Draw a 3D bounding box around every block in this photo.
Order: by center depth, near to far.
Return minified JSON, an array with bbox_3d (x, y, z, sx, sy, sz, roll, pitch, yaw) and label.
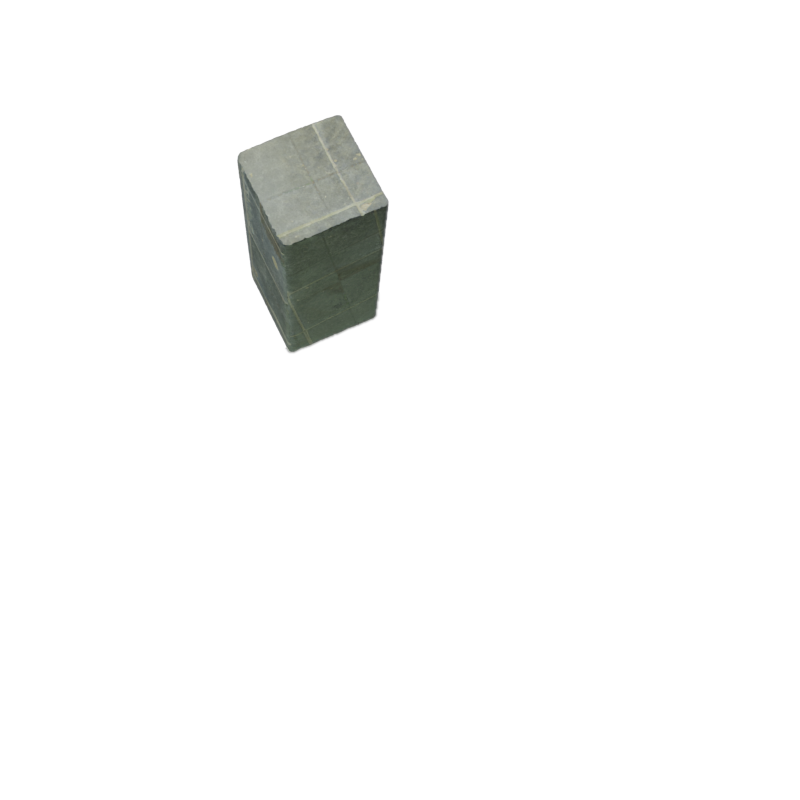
[{"bbox_3d":[-0.073,-0.131,0.918,0.090,0.096,0.196,-23,-18,-12],"label":"block"}]
